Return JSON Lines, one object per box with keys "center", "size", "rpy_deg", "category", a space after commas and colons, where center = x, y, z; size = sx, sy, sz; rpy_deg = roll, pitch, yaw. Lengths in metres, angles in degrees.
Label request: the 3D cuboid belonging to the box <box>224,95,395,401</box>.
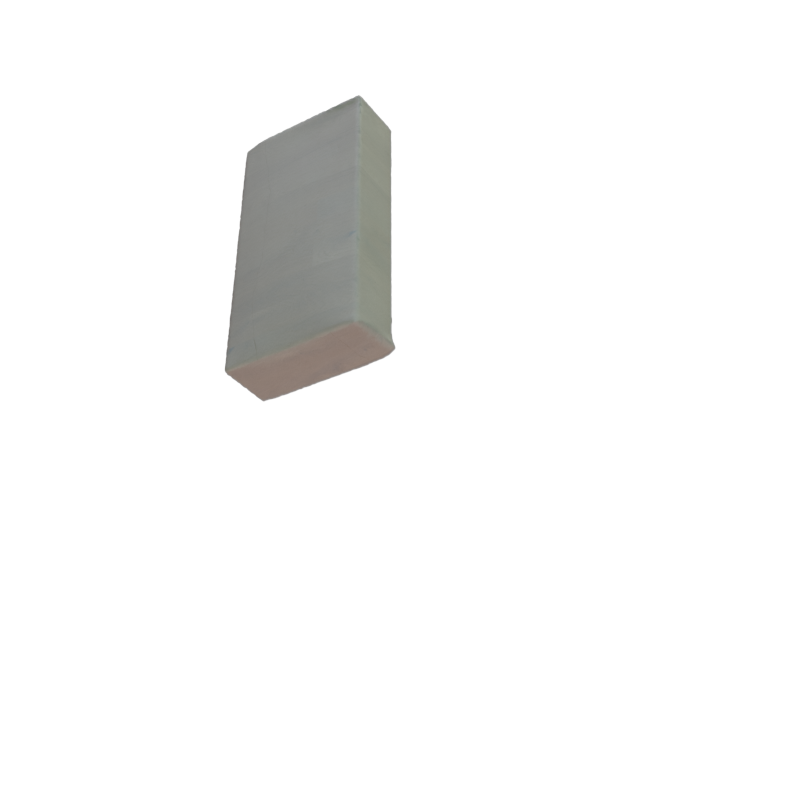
{"center": [-0.052, -0.095, 0.666], "size": [0.094, 0.189, 0.044], "rpy_deg": [-21, -39, 25], "category": "box"}
